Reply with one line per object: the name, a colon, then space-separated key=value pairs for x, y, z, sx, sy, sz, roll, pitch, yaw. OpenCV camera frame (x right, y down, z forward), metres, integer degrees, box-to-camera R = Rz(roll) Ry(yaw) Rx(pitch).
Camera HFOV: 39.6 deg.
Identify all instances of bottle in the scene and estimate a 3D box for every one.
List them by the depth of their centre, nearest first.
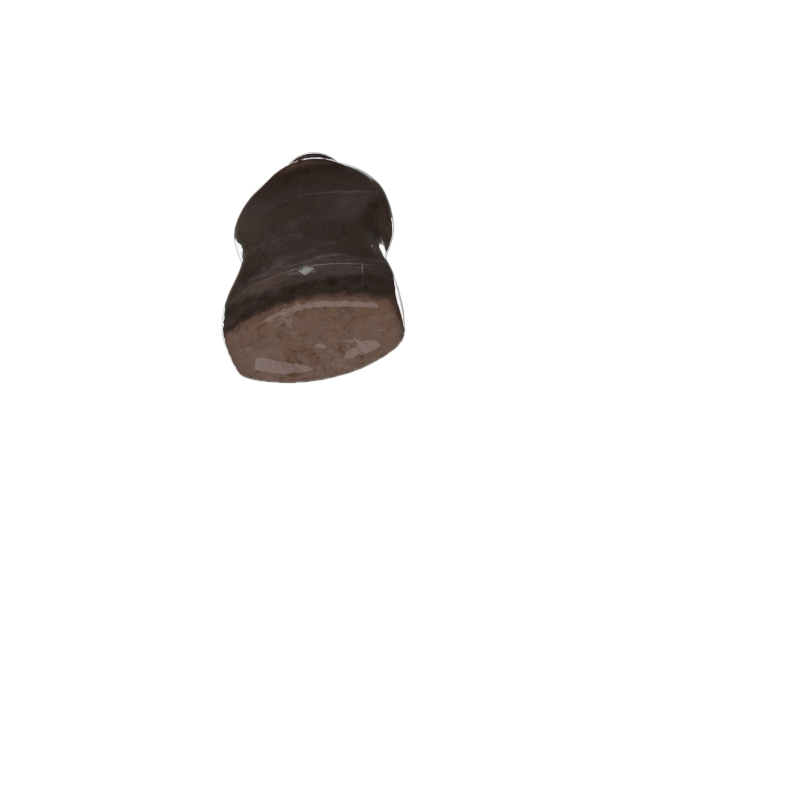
bottle: x=-0.051 y=-0.094 z=0.658 sx=0.096 sy=0.054 sz=0.205 roll=-14 pitch=38 yaw=8
